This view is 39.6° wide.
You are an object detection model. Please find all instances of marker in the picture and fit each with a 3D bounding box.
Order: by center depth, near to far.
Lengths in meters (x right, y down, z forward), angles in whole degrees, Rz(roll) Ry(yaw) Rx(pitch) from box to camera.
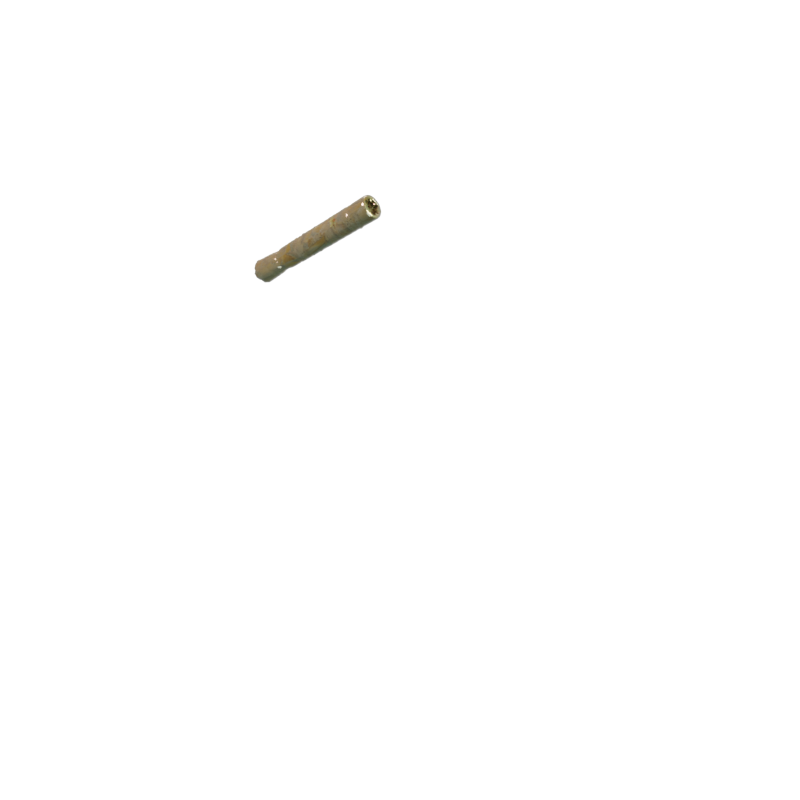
[{"bbox_3d":[-0.064,-0.117,0.818,0.121,0.020,0.019,-24,-12,36],"label":"marker"}]
